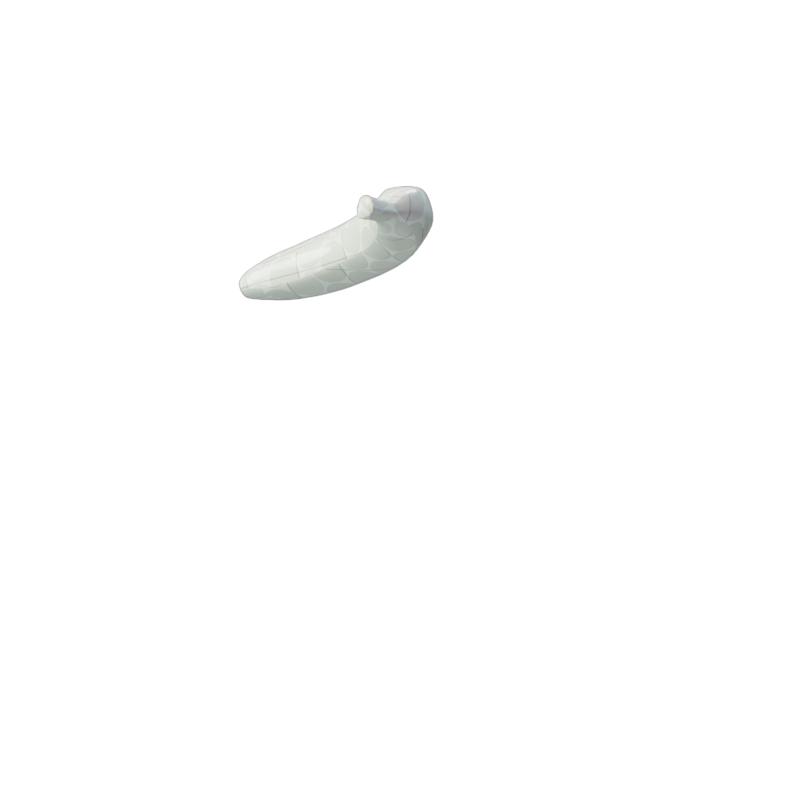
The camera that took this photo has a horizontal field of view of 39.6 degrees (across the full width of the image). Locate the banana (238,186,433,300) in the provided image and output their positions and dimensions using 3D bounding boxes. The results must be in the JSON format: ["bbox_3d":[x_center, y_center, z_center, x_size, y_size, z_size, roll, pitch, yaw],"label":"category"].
[{"bbox_3d":[-0.032,-0.092,0.650,0.067,0.038,0.198,5,-12,-26],"label":"banana"}]
